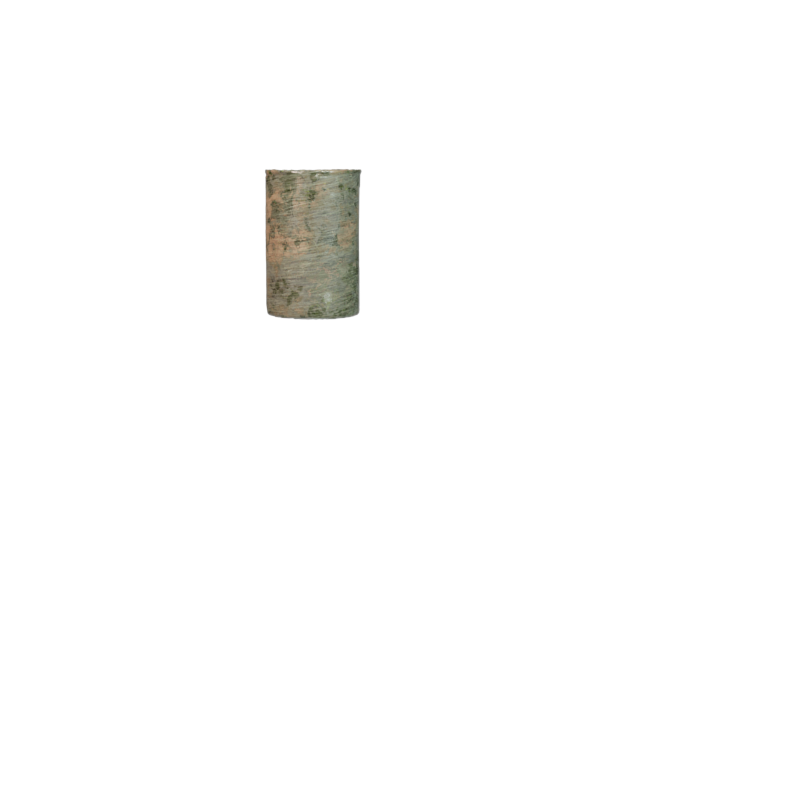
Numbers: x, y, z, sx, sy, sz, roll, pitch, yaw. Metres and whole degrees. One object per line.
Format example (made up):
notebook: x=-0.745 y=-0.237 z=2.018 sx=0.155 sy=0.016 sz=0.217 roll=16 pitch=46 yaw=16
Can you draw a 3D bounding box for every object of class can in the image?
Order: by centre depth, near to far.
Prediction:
can: x=-0.061 y=-0.111 z=0.781 sx=0.068 sy=0.101 sz=0.070 roll=0 pitch=6 yaw=-2
